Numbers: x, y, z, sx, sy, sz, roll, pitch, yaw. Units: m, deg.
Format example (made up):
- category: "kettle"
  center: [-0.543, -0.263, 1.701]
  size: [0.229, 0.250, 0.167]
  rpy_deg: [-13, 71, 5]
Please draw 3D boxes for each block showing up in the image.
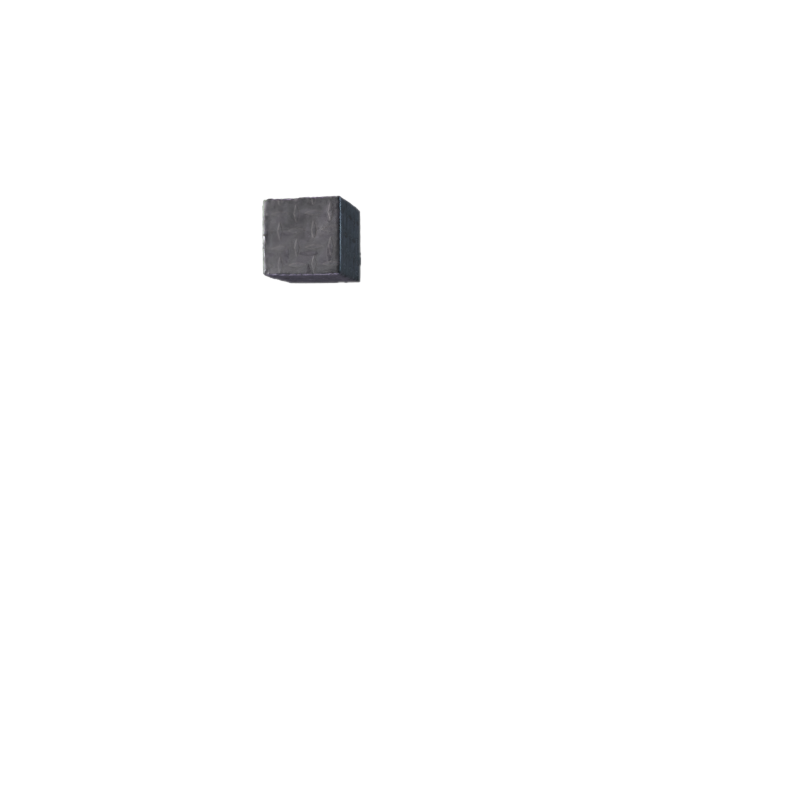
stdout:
- category: "block"
  center: [-0.058, -0.107, 0.746]
  size: [0.053, 0.052, 0.076]
  rpy_deg: [0, 0, 9]
